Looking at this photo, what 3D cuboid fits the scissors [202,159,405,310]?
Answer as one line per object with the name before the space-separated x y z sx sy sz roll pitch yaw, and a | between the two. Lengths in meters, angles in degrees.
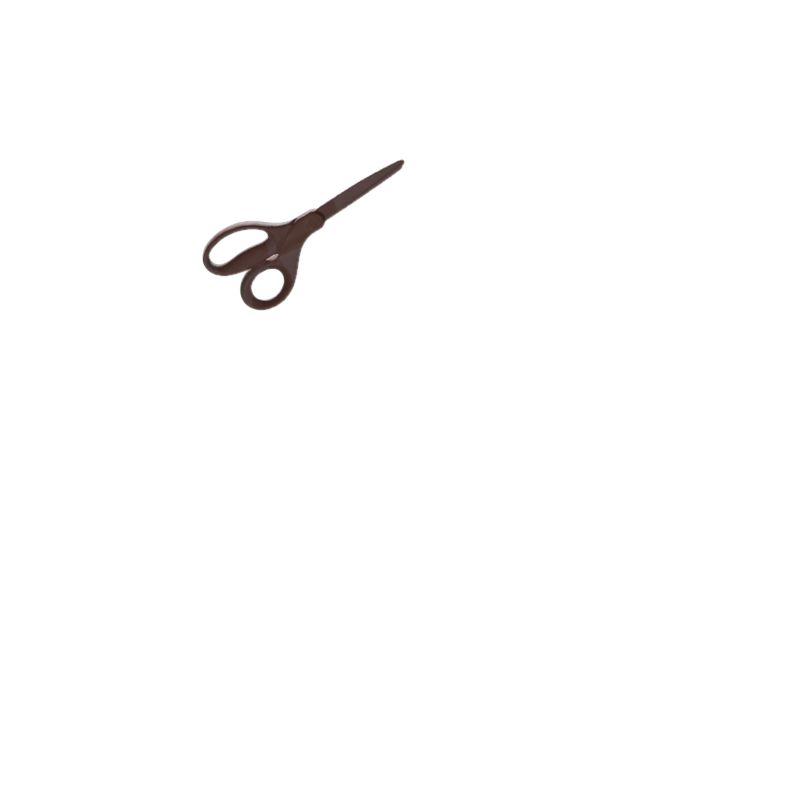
scissors | -0.078 -0.143 0.998 0.202 0.091 0.017 -17 24 8
